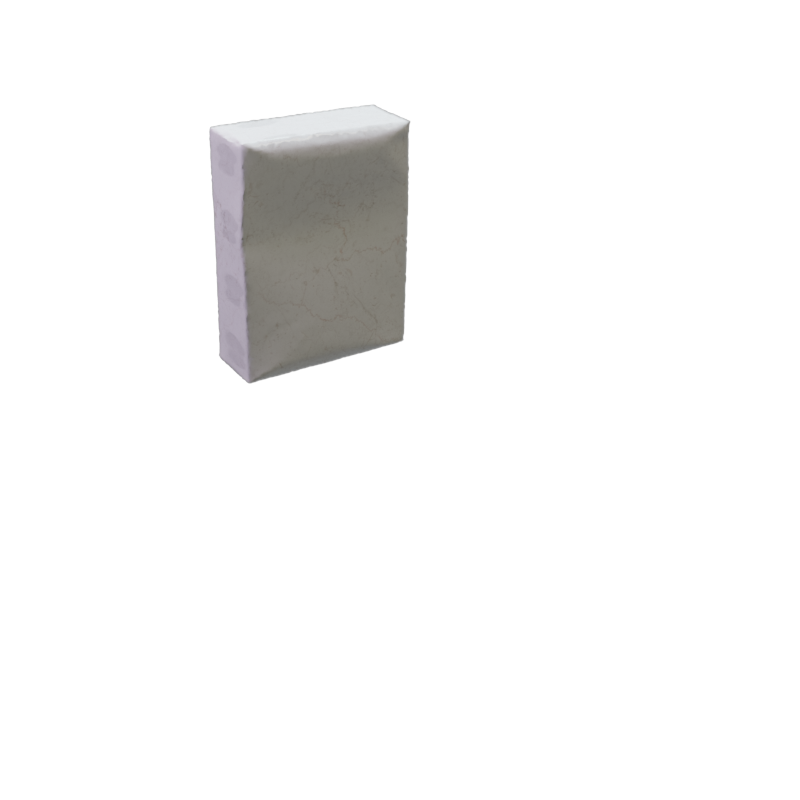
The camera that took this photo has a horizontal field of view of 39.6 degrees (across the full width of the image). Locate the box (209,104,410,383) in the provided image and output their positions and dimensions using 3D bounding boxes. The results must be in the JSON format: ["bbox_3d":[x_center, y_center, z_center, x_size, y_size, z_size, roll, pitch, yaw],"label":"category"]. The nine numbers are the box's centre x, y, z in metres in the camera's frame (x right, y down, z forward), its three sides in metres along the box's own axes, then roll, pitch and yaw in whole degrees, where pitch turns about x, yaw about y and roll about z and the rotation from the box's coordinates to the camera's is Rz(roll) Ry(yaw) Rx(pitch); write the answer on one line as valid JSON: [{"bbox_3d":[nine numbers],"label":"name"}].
[{"bbox_3d":[-0.075,-0.138,0.964,0.161,0.203,0.077,-13,27,-29],"label":"box"}]
